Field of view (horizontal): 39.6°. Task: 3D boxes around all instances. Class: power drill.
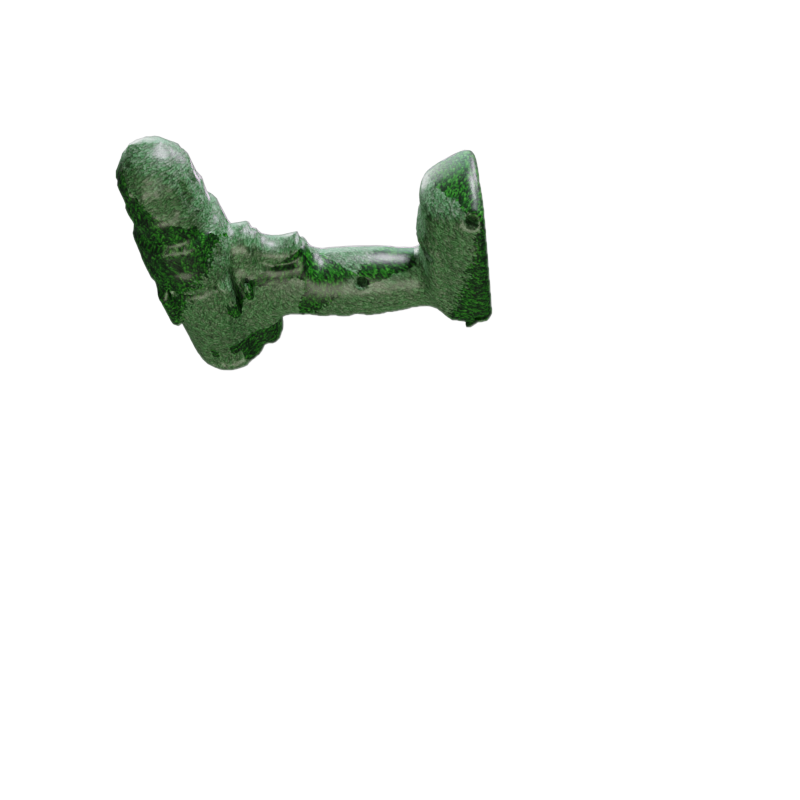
[{"bbox_3d":[-0.048,-0.087,0.608,0.189,0.061,0.171,-5,-31,8],"label":"power drill"}]
